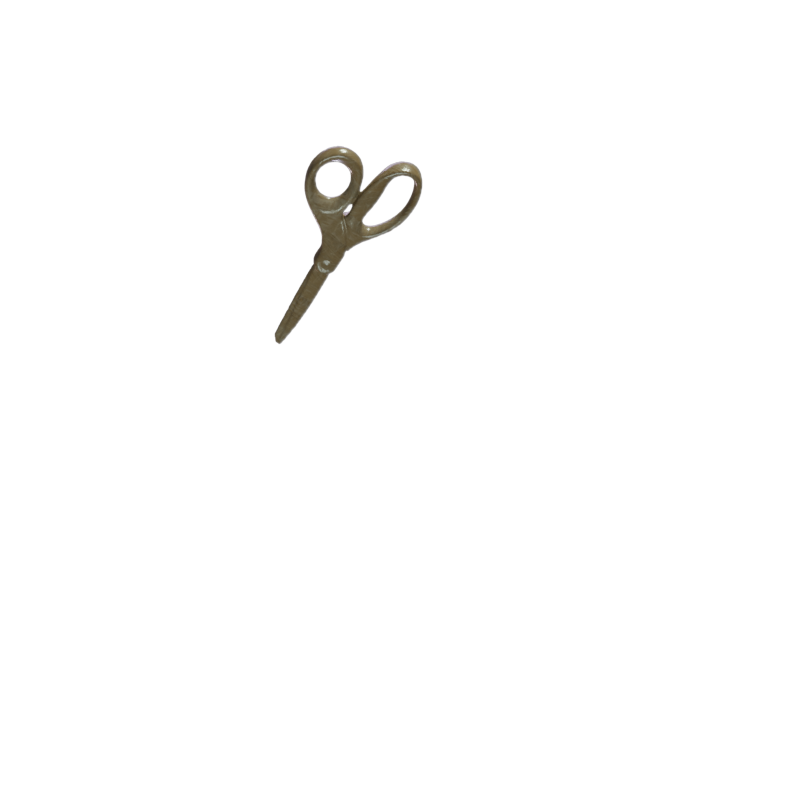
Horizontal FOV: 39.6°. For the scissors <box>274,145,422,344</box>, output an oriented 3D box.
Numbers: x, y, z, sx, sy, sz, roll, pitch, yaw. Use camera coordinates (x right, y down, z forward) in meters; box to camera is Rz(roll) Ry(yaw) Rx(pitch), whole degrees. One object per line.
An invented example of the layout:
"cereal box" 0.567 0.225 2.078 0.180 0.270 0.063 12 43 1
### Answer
"scissors" -0.068 -0.123 0.865 0.091 0.017 0.199 35 -58 -26
